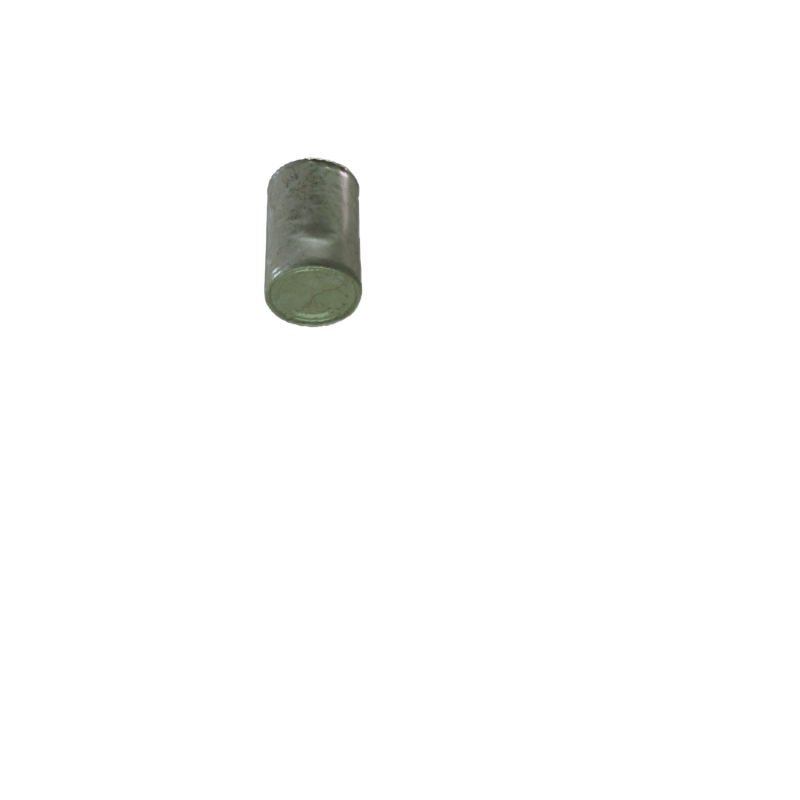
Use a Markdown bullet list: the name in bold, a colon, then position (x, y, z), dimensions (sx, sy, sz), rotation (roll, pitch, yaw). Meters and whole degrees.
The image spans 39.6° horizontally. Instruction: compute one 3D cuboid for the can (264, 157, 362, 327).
- **can**: position (-0.061, -0.111, 0.778), dimensions (0.068, 0.110, 0.064), rotation (-1, -39, -3)
